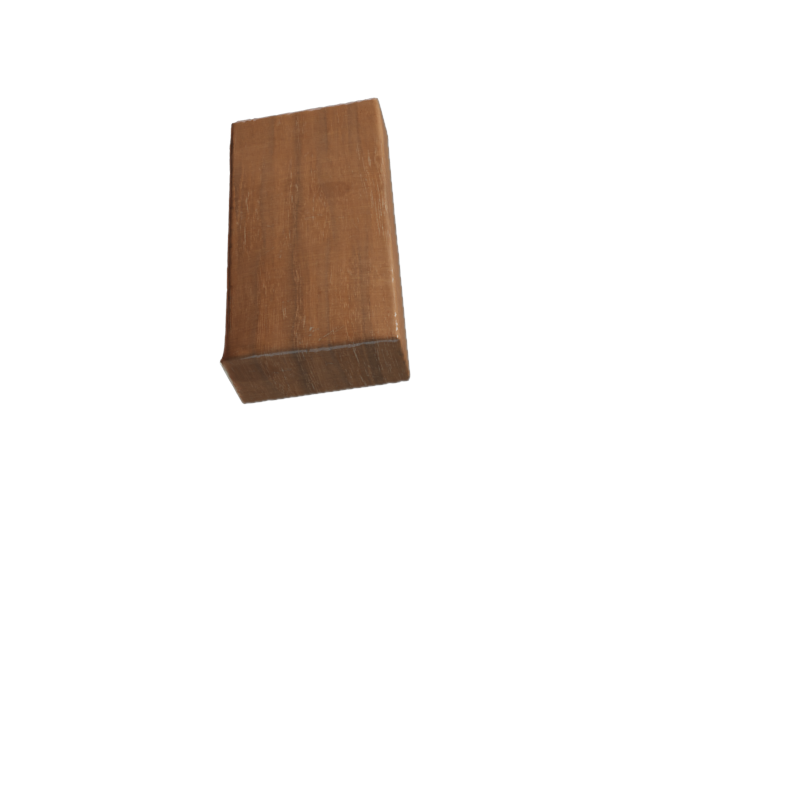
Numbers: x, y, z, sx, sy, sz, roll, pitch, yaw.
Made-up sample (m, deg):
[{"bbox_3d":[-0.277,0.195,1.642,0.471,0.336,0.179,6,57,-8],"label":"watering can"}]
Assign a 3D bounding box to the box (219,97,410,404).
[{"bbox_3d":[-0.048,-0.088,0.616,0.094,0.189,0.044,-9,-39,7],"label":"box"}]
